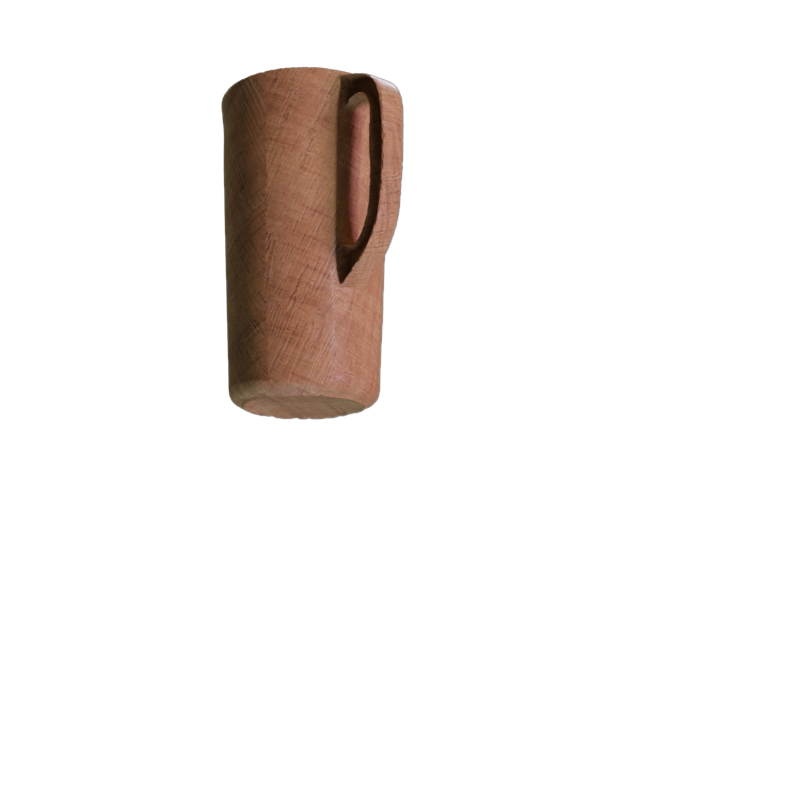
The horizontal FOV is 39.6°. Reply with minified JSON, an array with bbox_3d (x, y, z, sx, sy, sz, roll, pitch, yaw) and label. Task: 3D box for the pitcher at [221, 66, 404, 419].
[{"bbox_3d":[-0.064,-0.116,0.814,0.146,0.254,0.142,-3,-17,6],"label":"pitcher"}]
